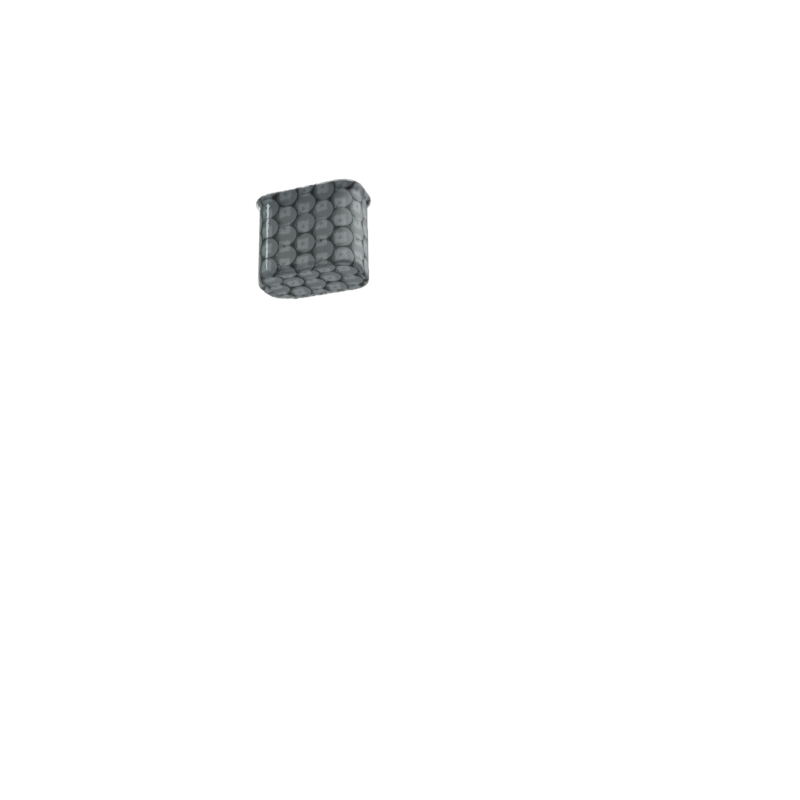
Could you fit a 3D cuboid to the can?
[{"bbox_3d":[-0.077,-0.141,0.987,0.103,0.089,0.053,-9,-26,18],"label":"can"}]
